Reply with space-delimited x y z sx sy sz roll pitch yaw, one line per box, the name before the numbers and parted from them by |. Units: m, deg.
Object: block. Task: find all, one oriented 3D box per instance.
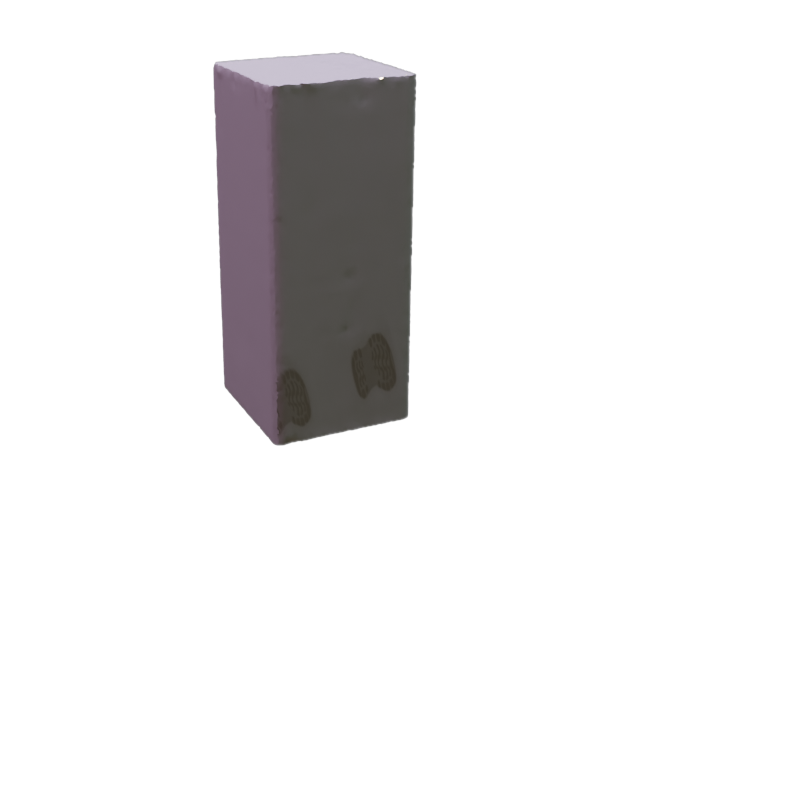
block | -0.052 -0.093 0.650 0.088 0.197 0.097 -9 23 -25
